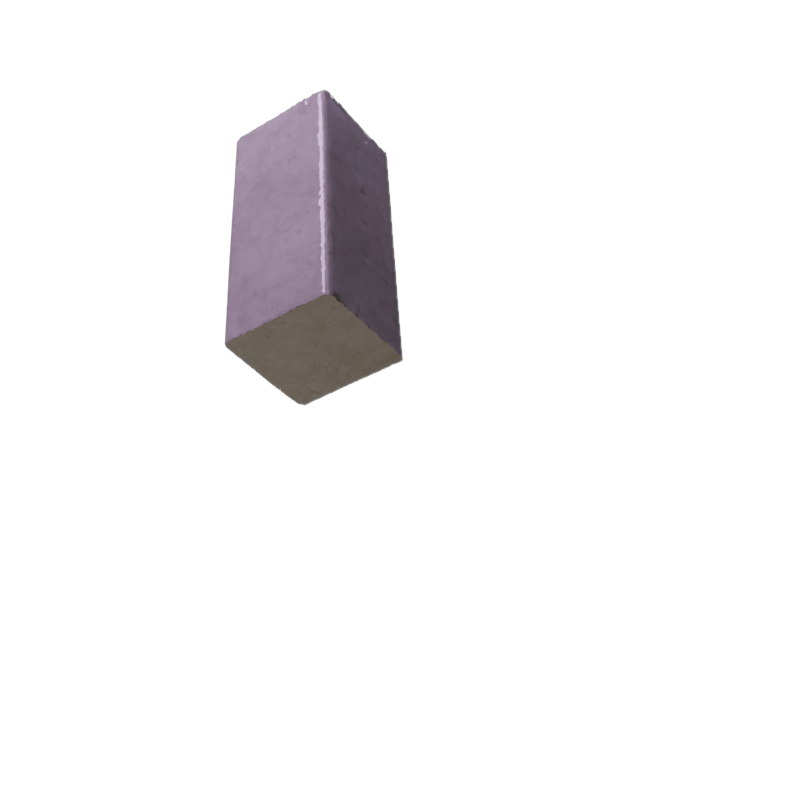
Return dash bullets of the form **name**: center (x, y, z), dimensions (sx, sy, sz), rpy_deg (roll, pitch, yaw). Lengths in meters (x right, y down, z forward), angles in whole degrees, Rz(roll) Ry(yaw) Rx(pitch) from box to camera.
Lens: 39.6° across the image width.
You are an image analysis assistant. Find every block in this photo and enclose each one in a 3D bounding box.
- **block**: center (-0.064, -0.116, 0.811), dimensions (0.091, 0.221, 0.084), rpy_deg (-26, -45, 25)
